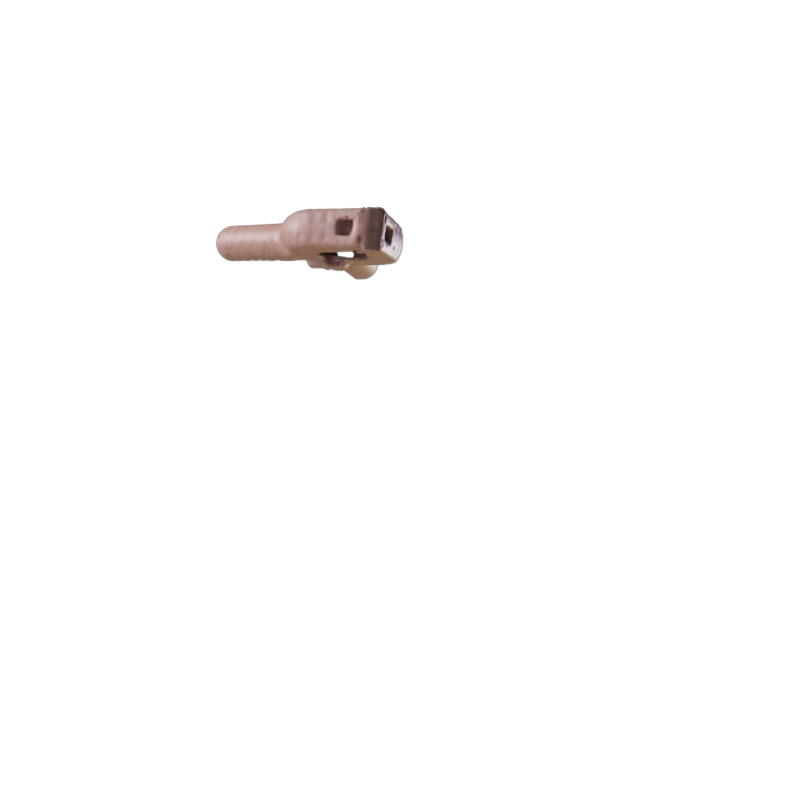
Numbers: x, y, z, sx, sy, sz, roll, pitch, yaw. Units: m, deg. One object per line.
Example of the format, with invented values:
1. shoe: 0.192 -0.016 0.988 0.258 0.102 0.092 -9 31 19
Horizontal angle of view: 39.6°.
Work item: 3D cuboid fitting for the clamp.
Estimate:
1. clamp: -0.058 -0.105 0.737 0.118 0.040 0.172 1 -2 -13
